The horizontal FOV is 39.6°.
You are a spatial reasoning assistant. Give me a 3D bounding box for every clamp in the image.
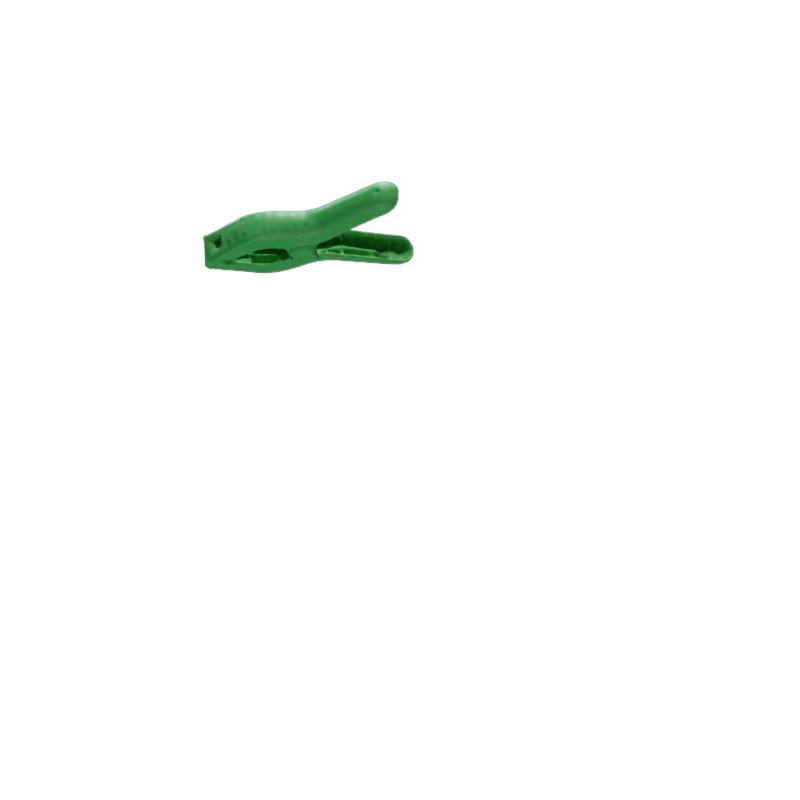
[{"bbox_3d":[-0.070,-0.128,0.896,0.174,0.042,0.112,-7,-25,16],"label":"clamp"}]
